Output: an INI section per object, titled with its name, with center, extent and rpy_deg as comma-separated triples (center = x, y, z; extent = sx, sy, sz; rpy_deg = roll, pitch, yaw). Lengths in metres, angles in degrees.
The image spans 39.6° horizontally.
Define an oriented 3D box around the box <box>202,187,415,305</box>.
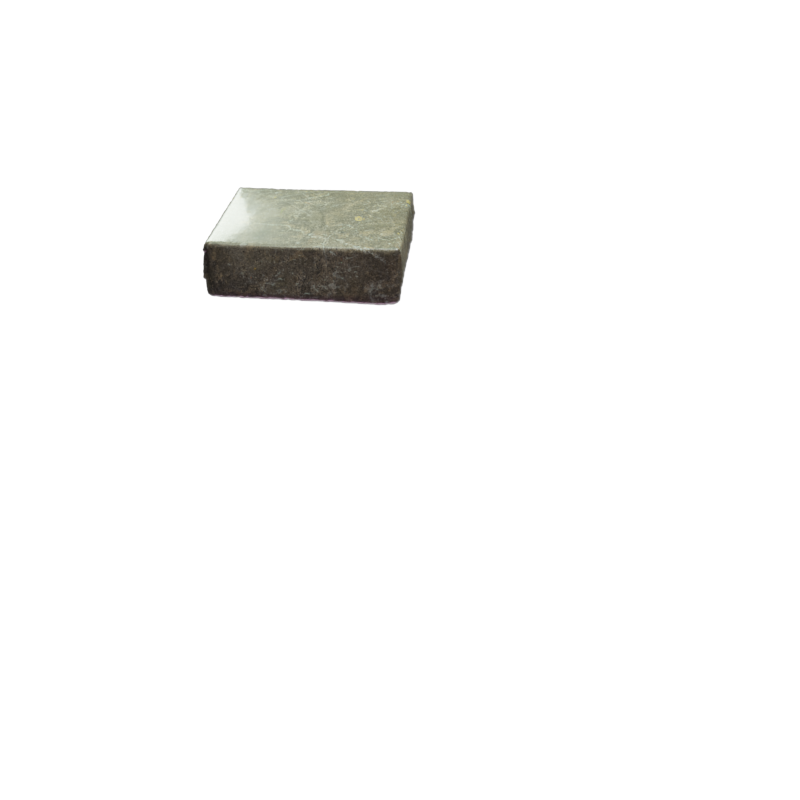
[box]
center = -0.051, -0.093, 0.653
extent = 0.115, 0.037, 0.094
rpy_deg = 4, 31, 6
